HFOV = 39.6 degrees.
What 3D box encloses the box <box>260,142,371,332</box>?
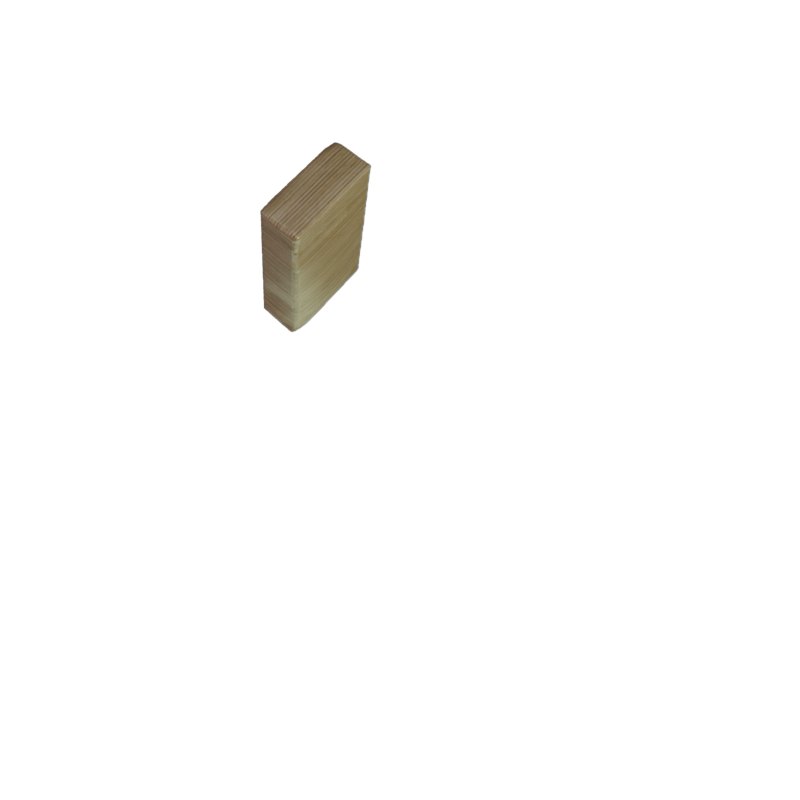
[{"bbox_3d":[-0.073,-0.134,0.936,0.050,0.095,0.166,37,-22,12],"label":"box"}]
